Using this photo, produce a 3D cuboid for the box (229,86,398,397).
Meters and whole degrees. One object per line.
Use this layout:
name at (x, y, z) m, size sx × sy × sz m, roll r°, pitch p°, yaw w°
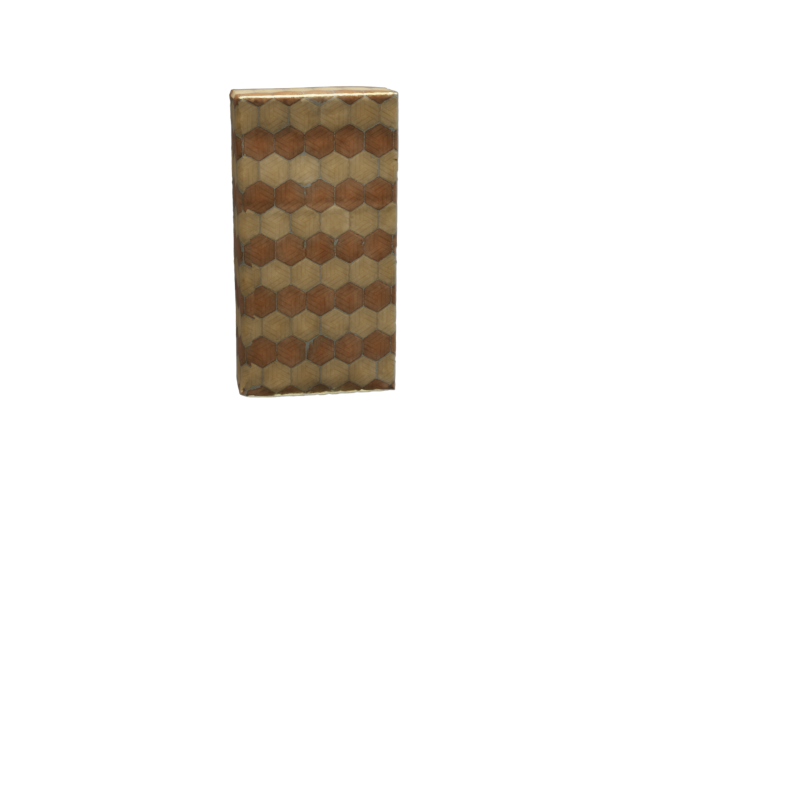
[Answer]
box at (-0.050, -0.092, 0.640) m, size 0.092 × 0.171 × 0.050 m, roll -2°, pitch 13°, yaw -11°
